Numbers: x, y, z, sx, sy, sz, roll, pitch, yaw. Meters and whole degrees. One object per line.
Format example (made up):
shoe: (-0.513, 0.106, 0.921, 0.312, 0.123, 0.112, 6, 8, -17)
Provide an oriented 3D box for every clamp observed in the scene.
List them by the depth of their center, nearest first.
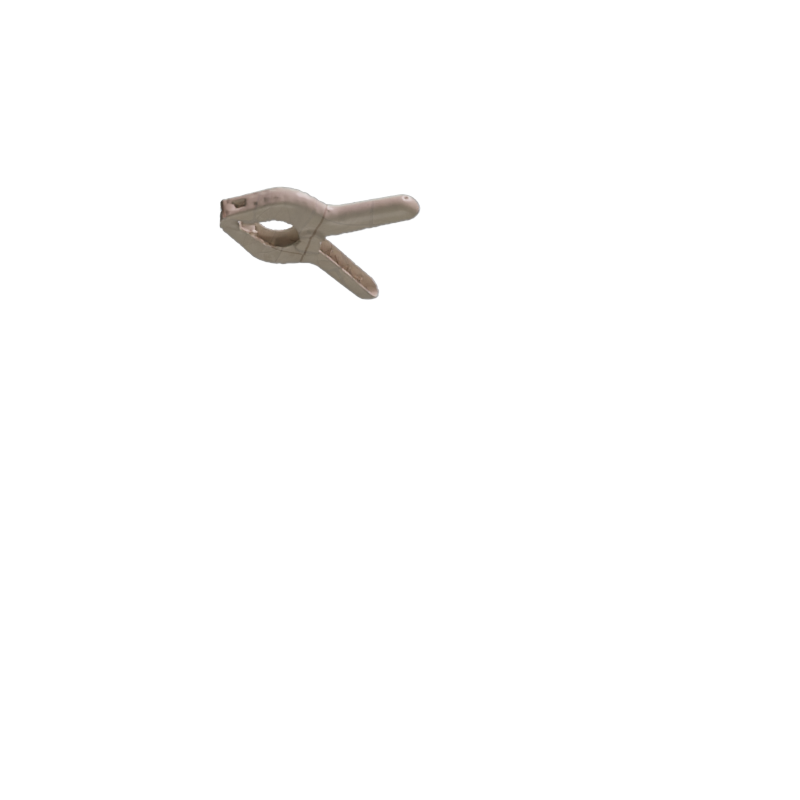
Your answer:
clamp: (-0.077, -0.140, 0.983, 0.170, 0.113, 0.042, 7, 39, -6)
